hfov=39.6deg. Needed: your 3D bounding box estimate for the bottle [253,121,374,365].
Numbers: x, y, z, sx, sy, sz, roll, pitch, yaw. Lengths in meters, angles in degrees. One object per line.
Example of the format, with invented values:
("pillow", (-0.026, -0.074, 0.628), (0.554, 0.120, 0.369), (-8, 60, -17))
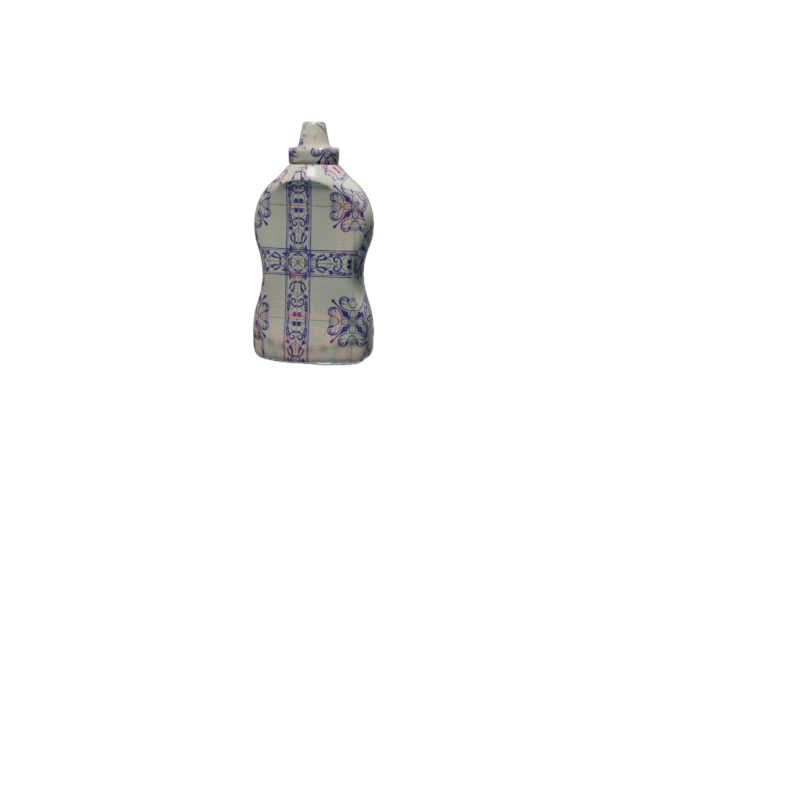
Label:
("bottle", (-0.070, -0.127, 0.892), (0.098, 0.189, 0.058), (3, 7, 18))
